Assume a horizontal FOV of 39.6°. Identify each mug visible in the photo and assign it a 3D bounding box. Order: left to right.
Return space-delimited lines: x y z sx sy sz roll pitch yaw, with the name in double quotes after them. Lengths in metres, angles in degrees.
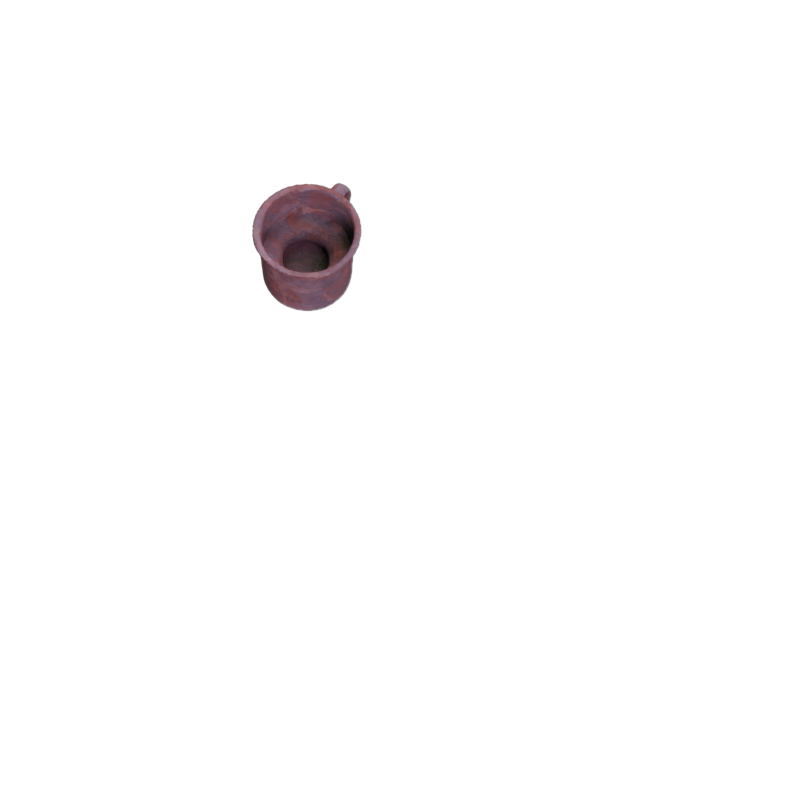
-0.077 -0.140 0.981 0.096 0.121 0.077 24 -24 9 "mug"
